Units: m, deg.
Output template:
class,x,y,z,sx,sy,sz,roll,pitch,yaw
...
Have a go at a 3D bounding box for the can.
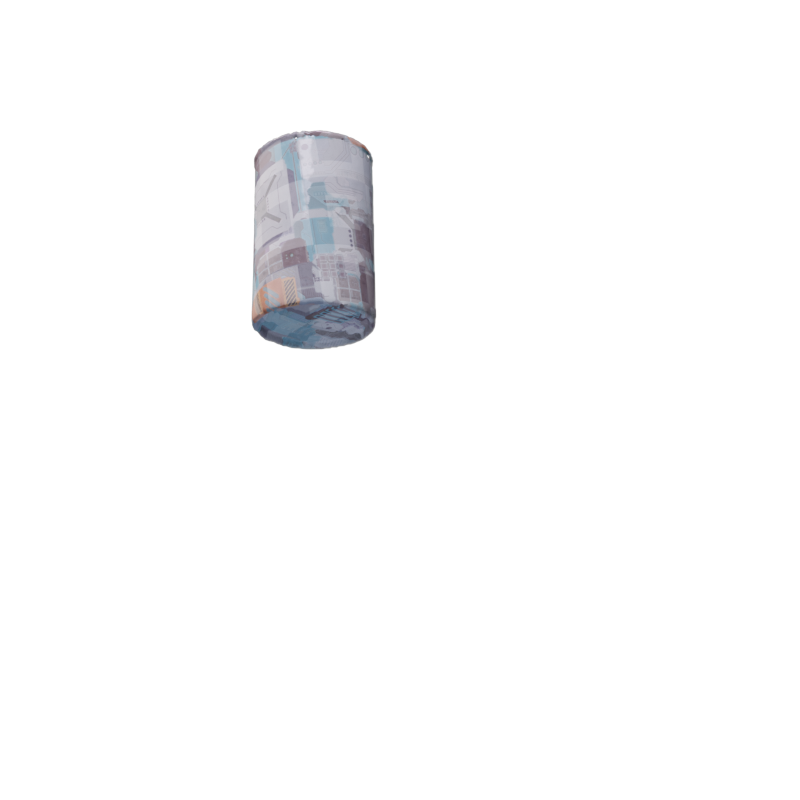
class,x,y,z,sx,sy,sz,roll,pitch,yaw
can,-0.048,-0.087,0.609,0.068,0.108,0.065,0,-24,-2
